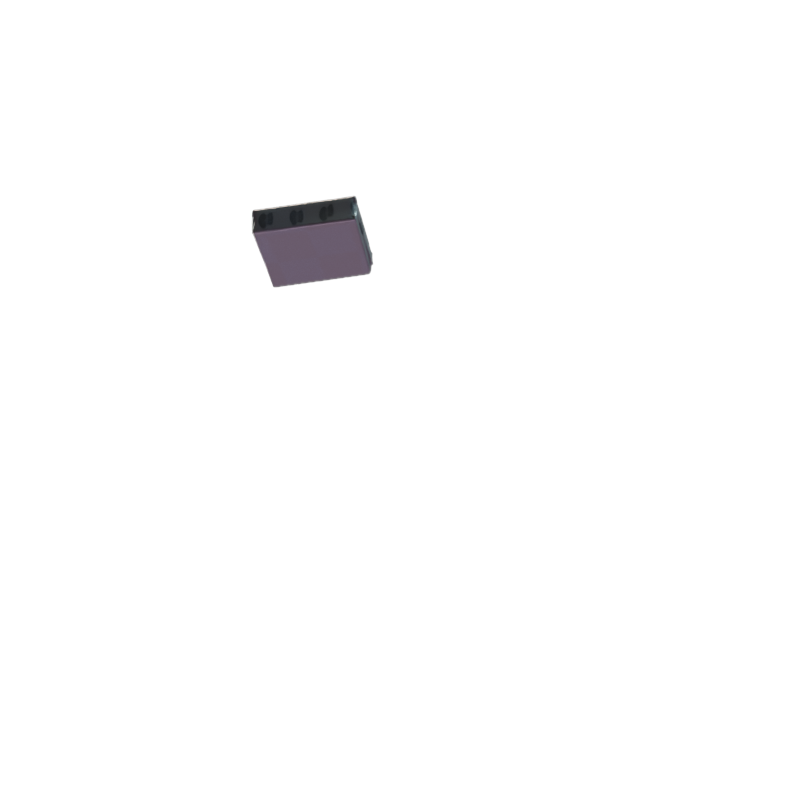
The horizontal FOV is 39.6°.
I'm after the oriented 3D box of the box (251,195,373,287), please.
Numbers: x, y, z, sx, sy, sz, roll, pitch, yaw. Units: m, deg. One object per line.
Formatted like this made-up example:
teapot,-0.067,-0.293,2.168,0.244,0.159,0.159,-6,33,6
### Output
box,-0.073,-0.133,0.929,0.090,0.032,0.067,-7,-37,9
